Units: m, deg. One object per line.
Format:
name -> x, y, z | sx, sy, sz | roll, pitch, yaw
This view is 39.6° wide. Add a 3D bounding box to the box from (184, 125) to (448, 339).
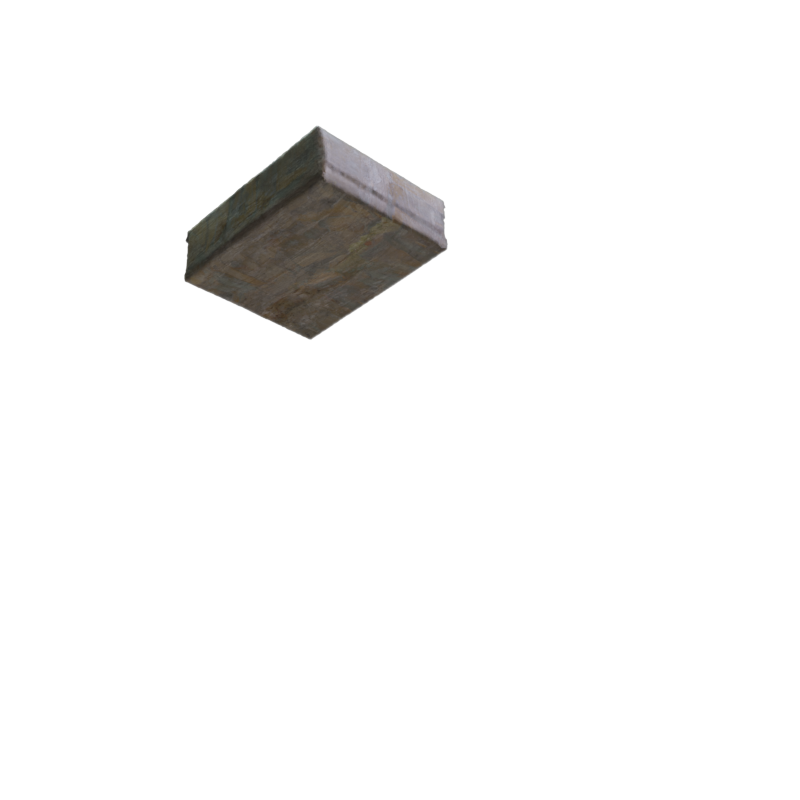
box -> -0.046, -0.083, 0.583 | 0.084, 0.042, 0.113 | 26, -40, -36
